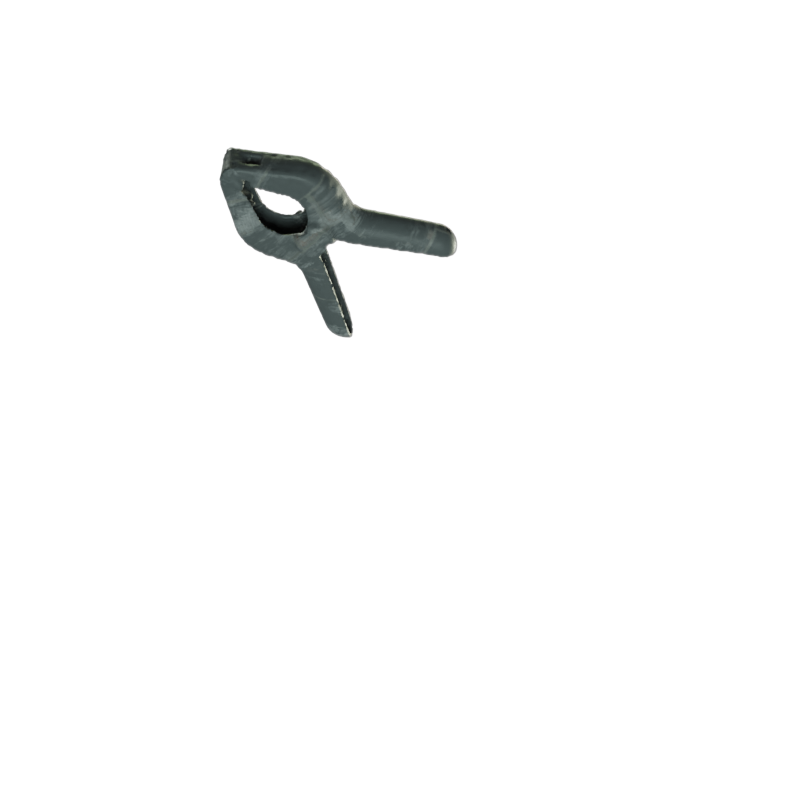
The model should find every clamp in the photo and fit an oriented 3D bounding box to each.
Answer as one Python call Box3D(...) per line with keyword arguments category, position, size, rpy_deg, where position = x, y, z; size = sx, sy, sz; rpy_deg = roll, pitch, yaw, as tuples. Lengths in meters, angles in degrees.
Box3D(category="clamp", position=(-0.060, -0.110, 0.771), size=(0.165, 0.117, 0.042), rpy_deg=(29, 29, -18))
